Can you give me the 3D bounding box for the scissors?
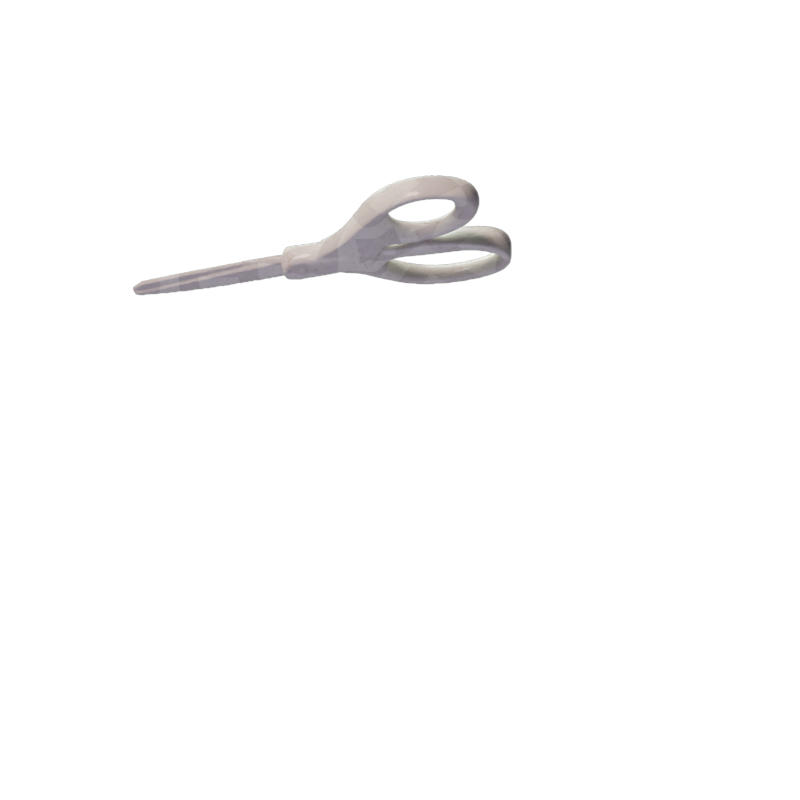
[{"bbox_3d":[-0.044,-0.080,0.561,0.202,0.017,0.090,-1,-26,2],"label":"scissors"}]
